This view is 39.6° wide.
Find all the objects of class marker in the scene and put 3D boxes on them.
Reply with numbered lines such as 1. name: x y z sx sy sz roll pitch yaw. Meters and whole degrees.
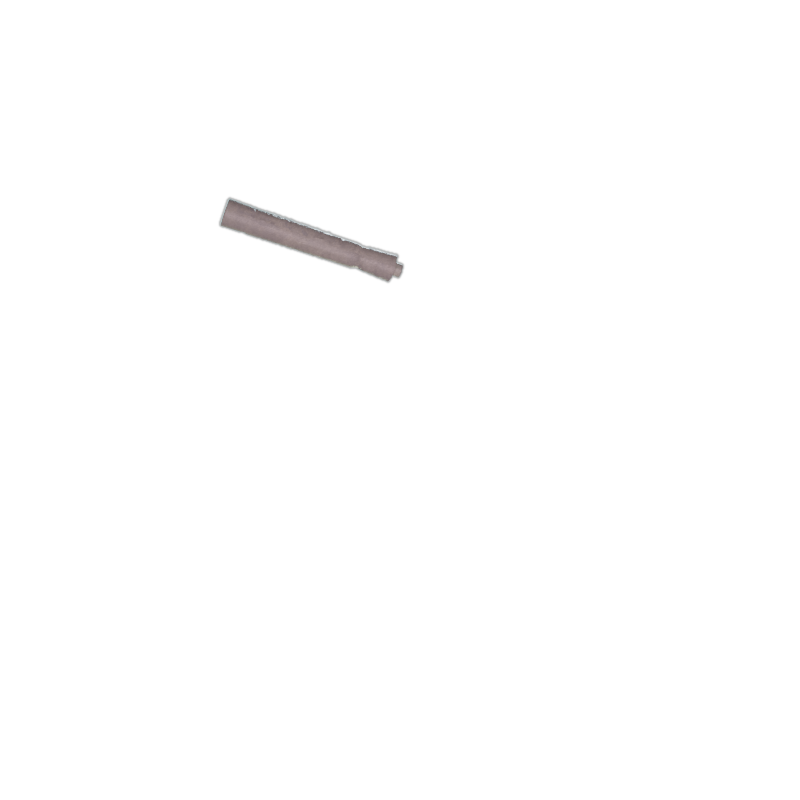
1. marker: -0.056 -0.102 0.715 0.120 0.020 0.020 18 2 -4
